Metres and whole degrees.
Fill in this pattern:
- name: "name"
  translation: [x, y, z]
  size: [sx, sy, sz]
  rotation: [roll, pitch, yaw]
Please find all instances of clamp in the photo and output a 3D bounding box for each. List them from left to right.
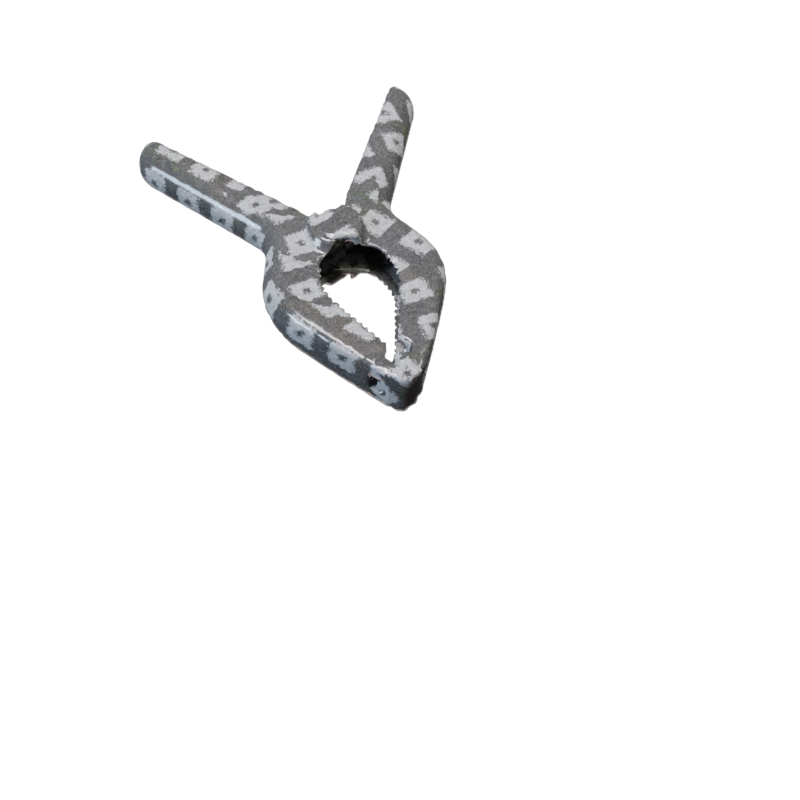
- name: "clamp"
  translation: [-0.046, -0.084, 0.588]
  size: [0.163, 0.227, 0.034]
  rotation: [-12, -37, -9]
